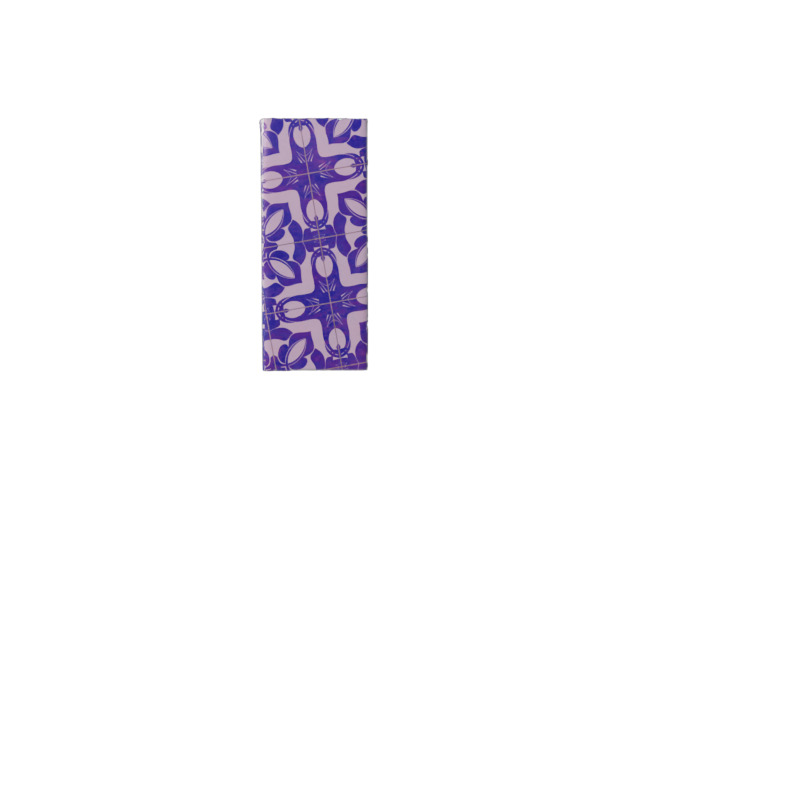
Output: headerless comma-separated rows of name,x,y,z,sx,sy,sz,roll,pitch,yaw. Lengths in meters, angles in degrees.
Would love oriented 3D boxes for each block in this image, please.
block,-0.075,-0.135,0.945,0.090,0.204,0.092,0,5,-5
